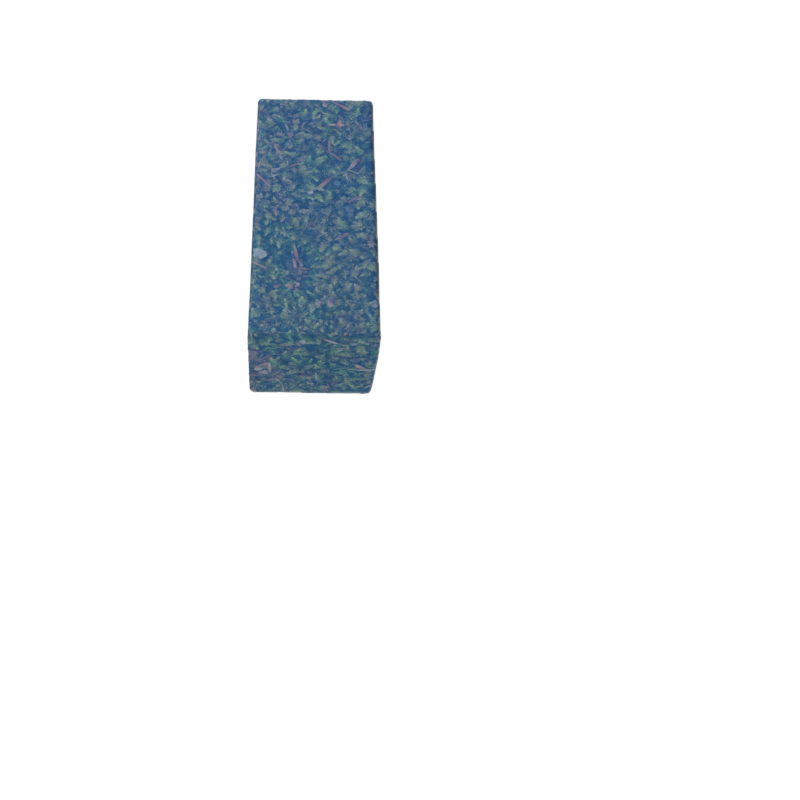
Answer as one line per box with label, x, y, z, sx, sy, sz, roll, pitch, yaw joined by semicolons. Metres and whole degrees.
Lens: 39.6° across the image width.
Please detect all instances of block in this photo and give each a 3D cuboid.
block;-0.064;-0.117;0.825;0.090;0.220;0.085;0;-31;-4
